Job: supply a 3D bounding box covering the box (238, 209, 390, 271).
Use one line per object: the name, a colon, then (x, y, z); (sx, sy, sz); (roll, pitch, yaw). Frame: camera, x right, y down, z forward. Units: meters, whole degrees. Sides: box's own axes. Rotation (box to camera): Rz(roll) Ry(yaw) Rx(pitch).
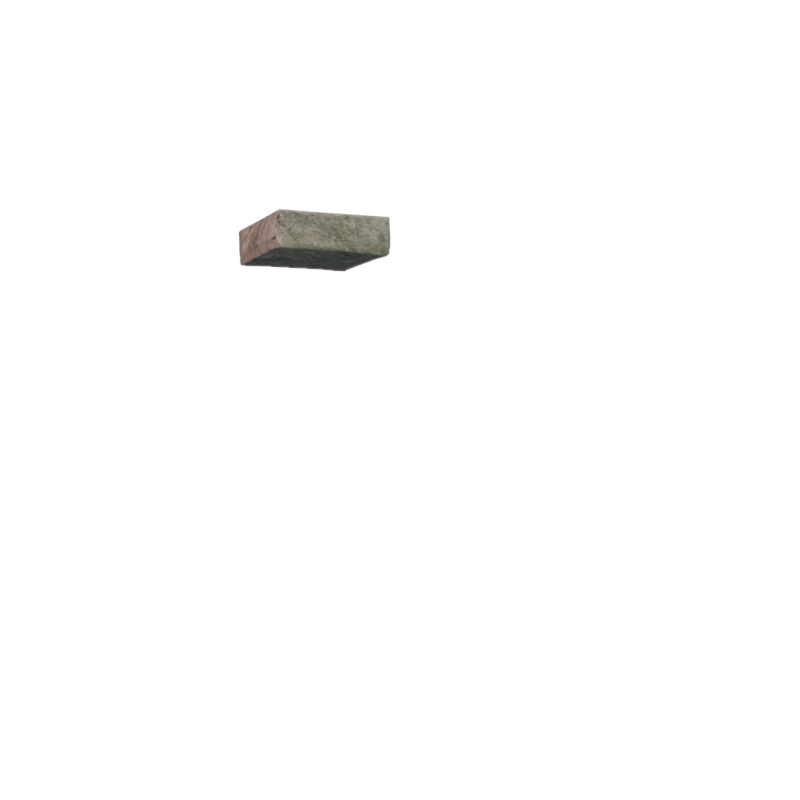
box: (-0.078, -0.143, 0.999); (0.109, 0.040, 0.091); (2, -5, -28)
